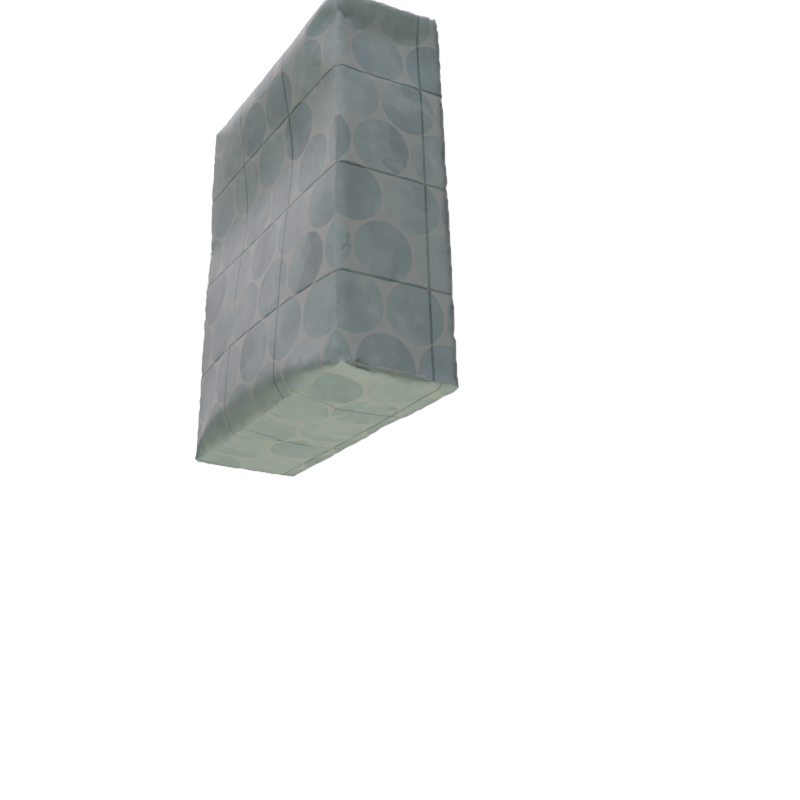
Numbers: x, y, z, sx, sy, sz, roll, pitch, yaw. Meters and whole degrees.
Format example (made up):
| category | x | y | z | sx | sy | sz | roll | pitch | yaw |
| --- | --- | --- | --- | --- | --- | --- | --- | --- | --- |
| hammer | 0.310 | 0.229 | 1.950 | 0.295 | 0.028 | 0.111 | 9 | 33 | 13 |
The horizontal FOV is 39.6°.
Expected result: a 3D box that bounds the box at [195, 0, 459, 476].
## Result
| category | x | y | z | sx | sy | sz | roll | pitch | yaw |
| --- | --- | --- | --- | --- | --- | --- | --- | --- | --- |
| box | -0.047 | -0.085 | 0.598 | 0.069 | 0.226 | 0.162 | 13 | -28 | -29 |
